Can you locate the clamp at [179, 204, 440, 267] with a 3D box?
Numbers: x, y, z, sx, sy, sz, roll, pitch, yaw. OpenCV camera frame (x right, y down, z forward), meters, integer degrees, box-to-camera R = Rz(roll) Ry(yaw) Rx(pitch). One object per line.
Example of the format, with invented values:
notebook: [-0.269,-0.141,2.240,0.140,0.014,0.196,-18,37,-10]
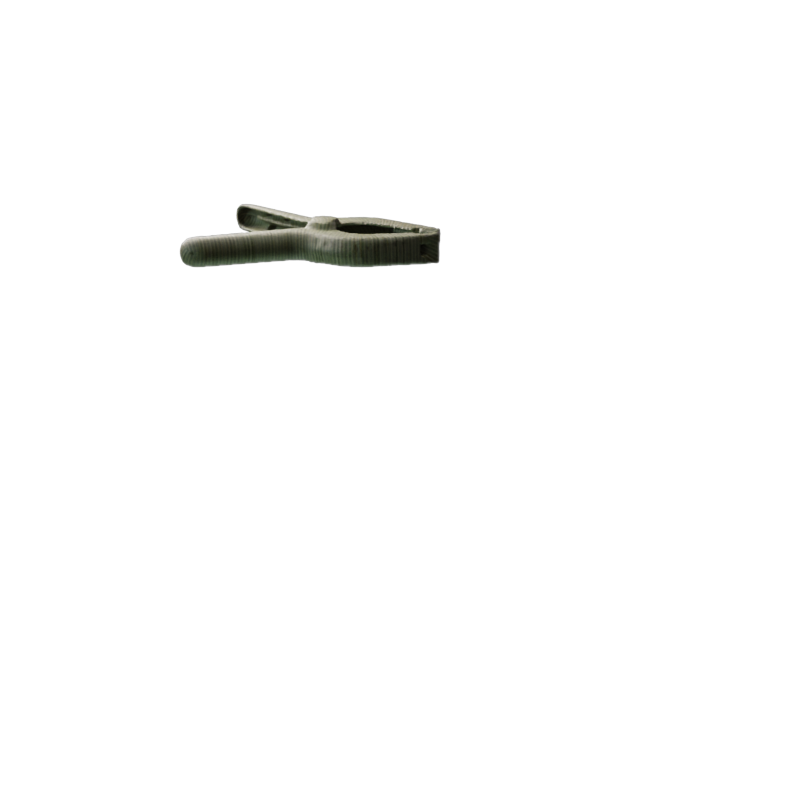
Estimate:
clamp: [-0.074,-0.135,0.942,0.216,0.035,0.167,7,22,18]
